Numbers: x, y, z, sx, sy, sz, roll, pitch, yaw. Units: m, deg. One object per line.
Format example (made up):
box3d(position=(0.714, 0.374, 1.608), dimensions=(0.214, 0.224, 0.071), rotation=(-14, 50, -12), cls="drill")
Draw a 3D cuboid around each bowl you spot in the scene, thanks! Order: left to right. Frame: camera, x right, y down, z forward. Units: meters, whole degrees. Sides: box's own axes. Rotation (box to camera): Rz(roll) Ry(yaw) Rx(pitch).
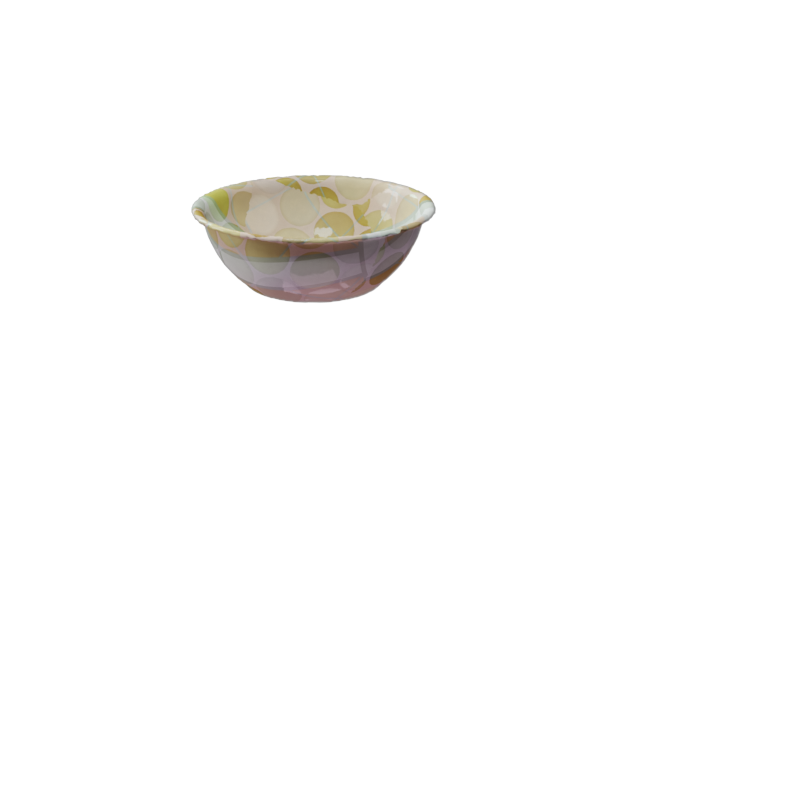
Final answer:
box3d(position=(-0.058, -0.106, 0.741), dimensions=(0.162, 0.053, 0.170), rotation=(-1, 24, -2), cls="bowl")
